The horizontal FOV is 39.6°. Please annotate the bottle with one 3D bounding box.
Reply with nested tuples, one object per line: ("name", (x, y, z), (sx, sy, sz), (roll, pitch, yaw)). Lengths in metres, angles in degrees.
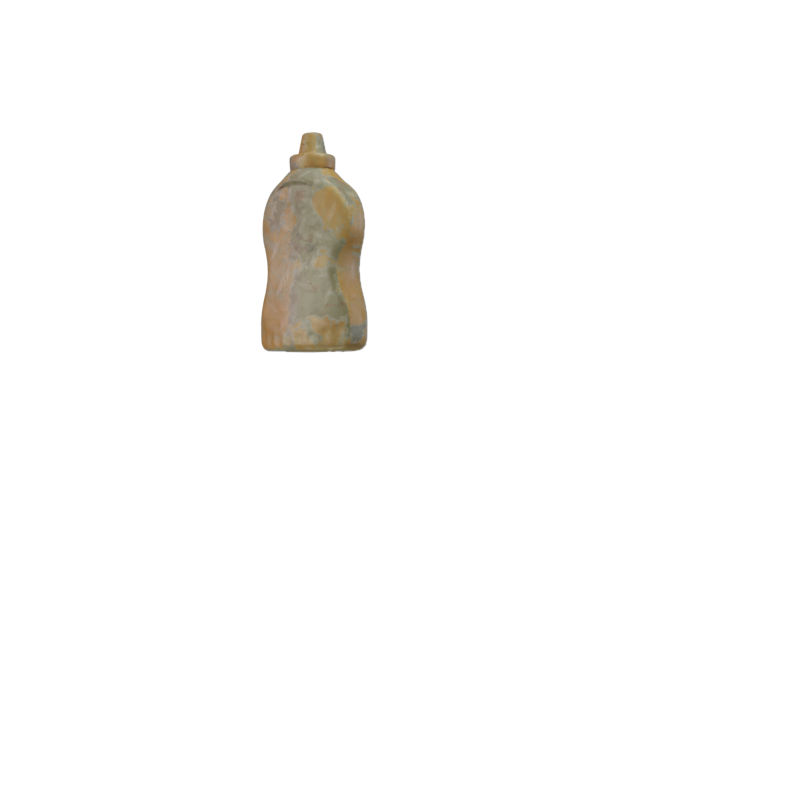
("bottle", (-0.076, -0.138, 0.969), (0.099, 0.195, 0.056), (-4, -7, 35))
